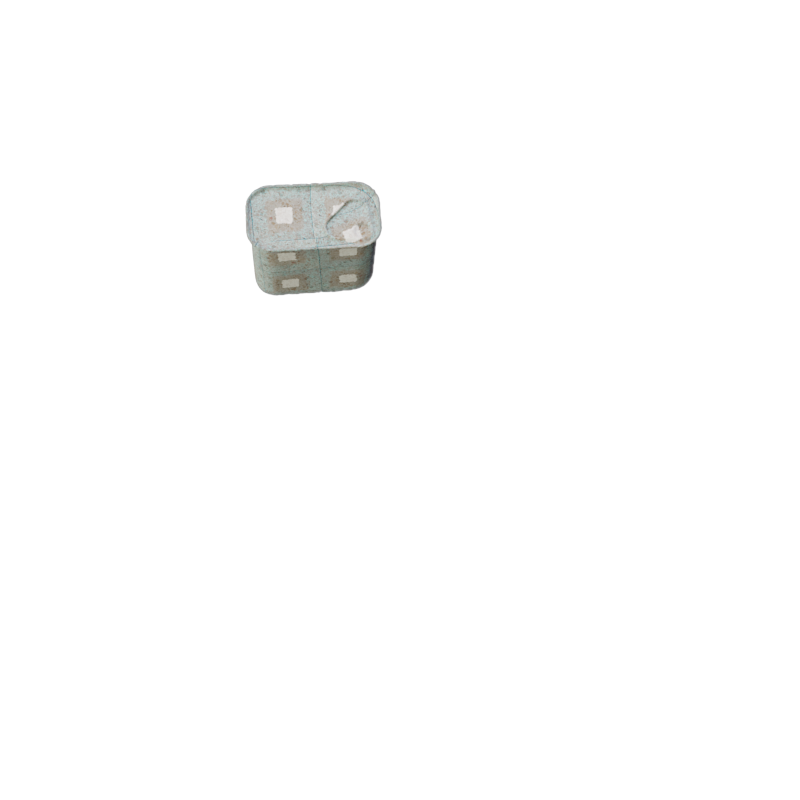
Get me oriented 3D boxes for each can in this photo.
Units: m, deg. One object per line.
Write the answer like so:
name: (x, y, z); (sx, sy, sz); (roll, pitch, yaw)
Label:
can: (-0.068, -0.124, 0.869); (0.102, 0.061, 0.079); (-3, -23, -3)
